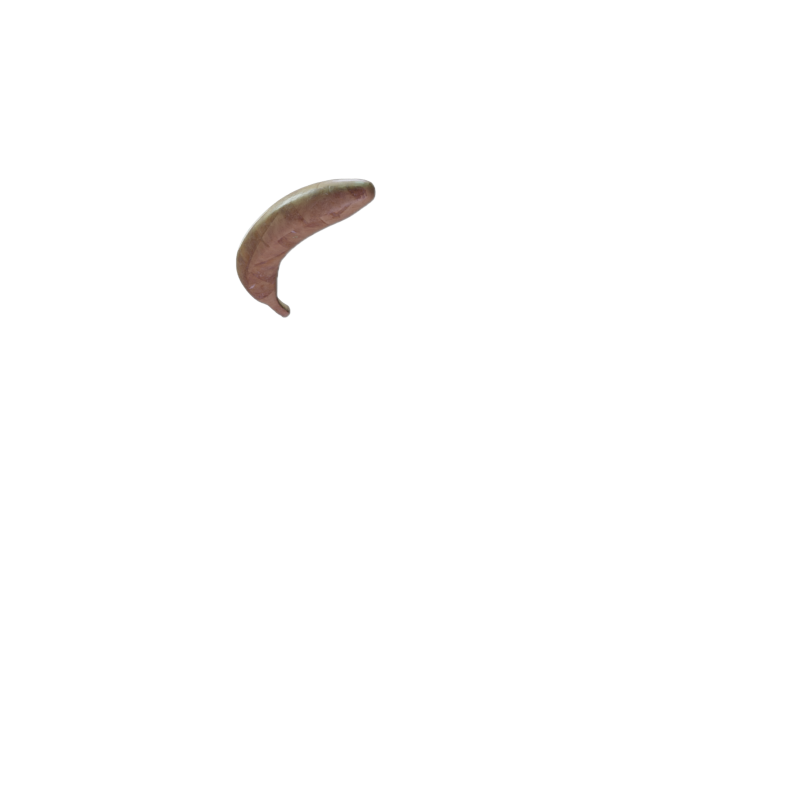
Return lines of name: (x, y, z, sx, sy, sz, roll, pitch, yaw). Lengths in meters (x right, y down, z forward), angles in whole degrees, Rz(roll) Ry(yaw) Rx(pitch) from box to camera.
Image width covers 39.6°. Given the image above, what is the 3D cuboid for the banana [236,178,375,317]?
banana: (-0.089, -0.130, 0.897, 0.067, 0.039, 0.192, 12, -29, -23)
